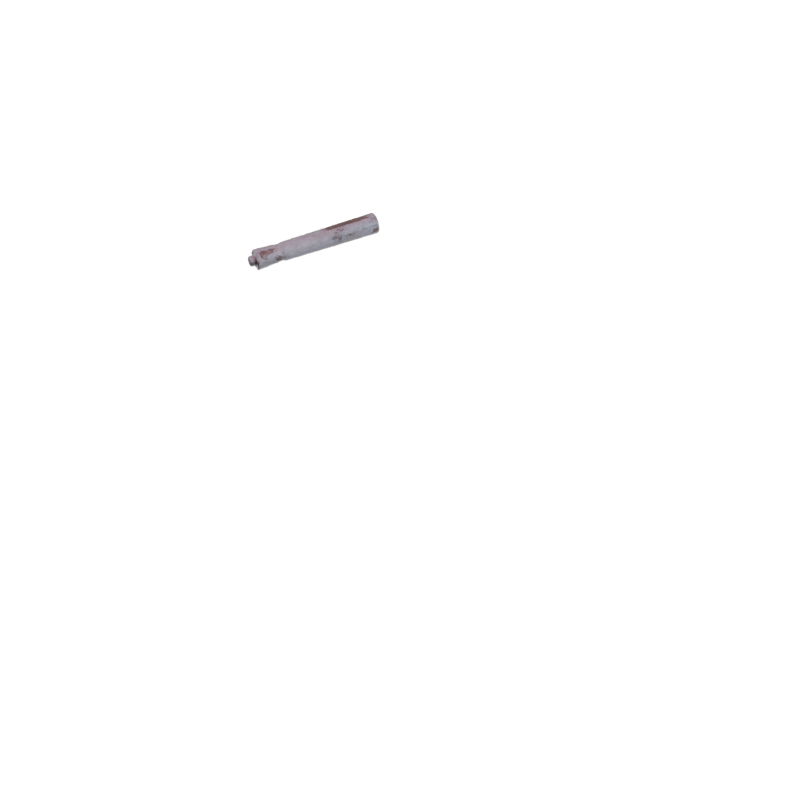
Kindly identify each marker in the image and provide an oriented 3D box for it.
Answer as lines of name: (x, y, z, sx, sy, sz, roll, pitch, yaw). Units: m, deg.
marker: (-0.076, -0.139, 0.977, 0.120, 0.019, 0.020, -20, 10, -16)
